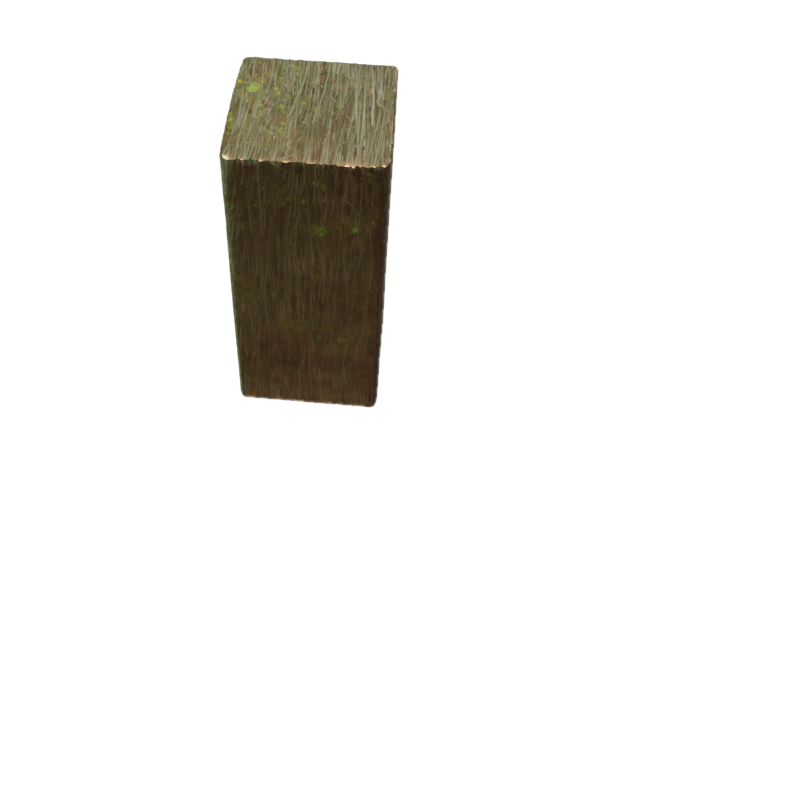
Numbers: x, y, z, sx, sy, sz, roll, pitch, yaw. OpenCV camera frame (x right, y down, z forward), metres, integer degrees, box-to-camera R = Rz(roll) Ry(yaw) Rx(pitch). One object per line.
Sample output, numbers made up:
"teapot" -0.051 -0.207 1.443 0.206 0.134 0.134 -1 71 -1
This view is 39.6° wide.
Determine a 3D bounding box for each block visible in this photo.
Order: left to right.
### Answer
"block" -0.053 -0.095 0.668 0.091 0.096 0.192 5 -40 1
